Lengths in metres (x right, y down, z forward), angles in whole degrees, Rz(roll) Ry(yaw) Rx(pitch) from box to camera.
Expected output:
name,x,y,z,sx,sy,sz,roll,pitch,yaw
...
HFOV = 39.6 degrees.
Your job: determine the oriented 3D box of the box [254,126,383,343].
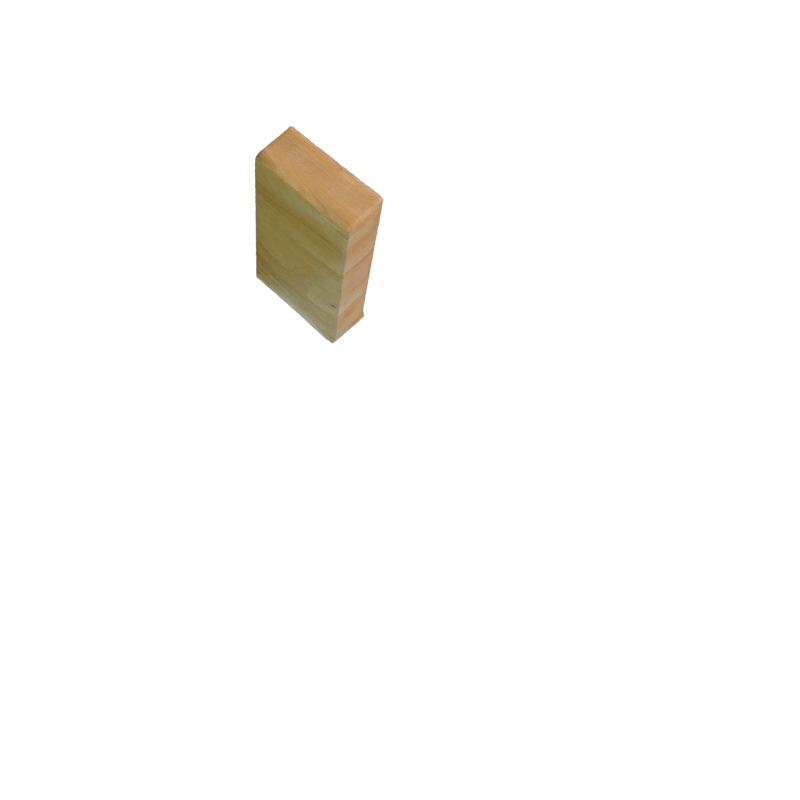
name,x,y,z,sx,sy,sz,roll,pitch,yaw
box,-0.066,-0.121,0.845,0.097,0.049,0.167,42,-20,14
